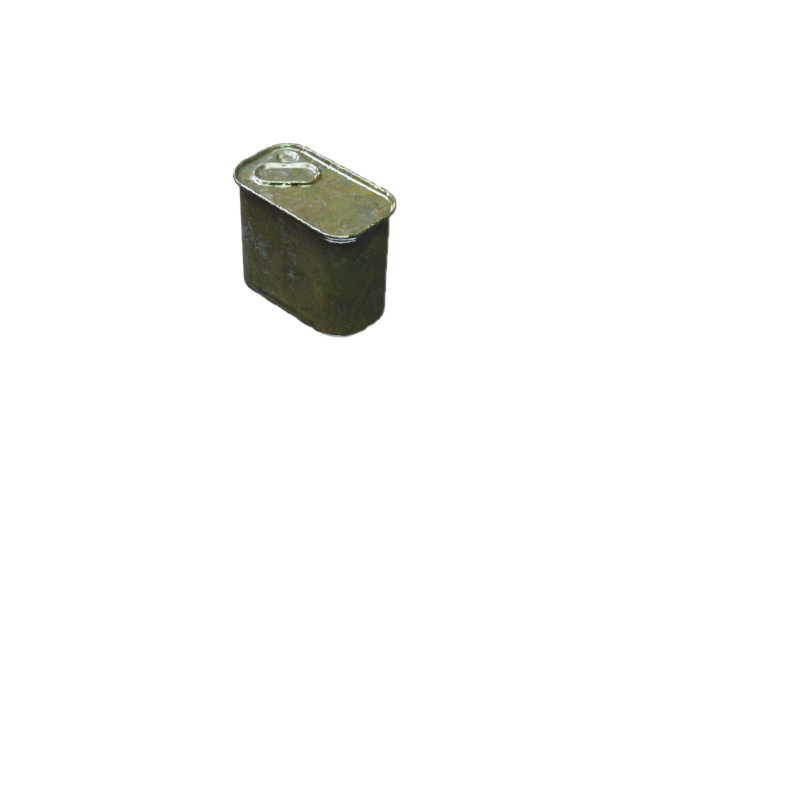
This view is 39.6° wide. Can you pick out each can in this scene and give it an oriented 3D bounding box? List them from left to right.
[{"bbox_3d":[-0.053,-0.097,0.681,0.108,0.078,0.058,33,50,30],"label":"can"}]
